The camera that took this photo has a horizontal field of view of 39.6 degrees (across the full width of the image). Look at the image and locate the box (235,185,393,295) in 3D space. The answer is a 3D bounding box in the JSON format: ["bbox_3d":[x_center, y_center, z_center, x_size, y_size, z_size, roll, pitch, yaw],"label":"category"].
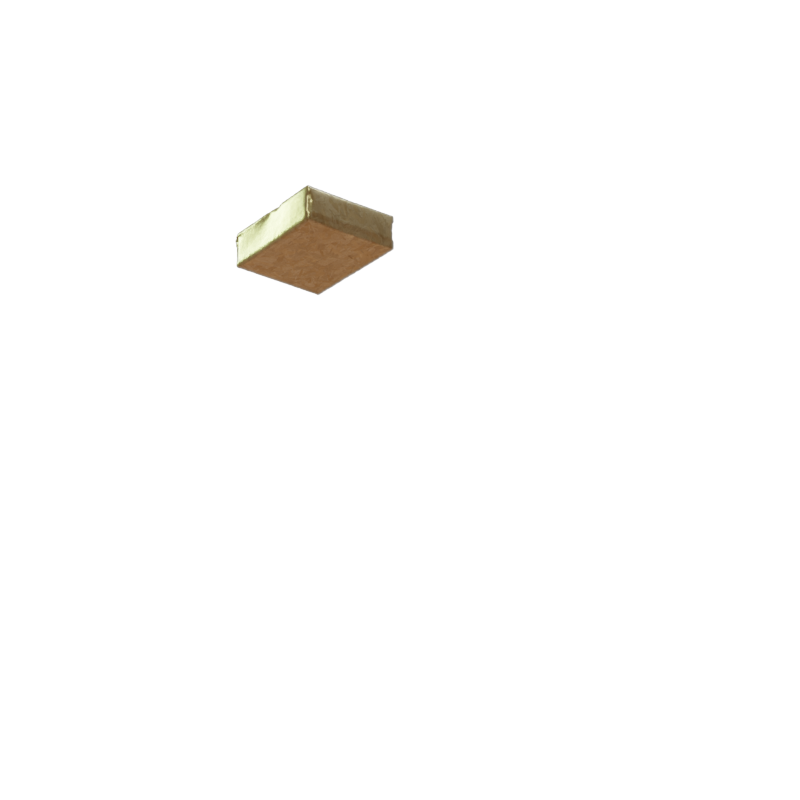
[{"bbox_3d":[-0.060,-0.109,0.764,0.069,0.032,0.089,16,-27,-35],"label":"box"}]
